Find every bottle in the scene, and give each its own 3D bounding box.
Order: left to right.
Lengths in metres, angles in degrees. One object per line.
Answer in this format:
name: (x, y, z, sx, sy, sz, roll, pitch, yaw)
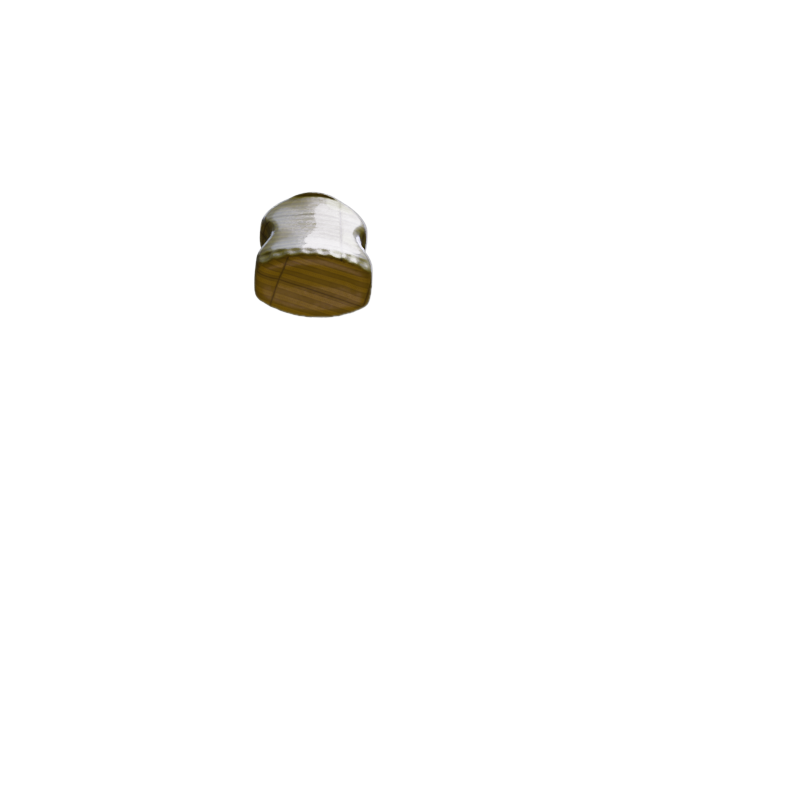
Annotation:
bottle: (-0.077, -0.139, 0.977, 0.096, 0.055, 0.203, 1, 29, -4)
